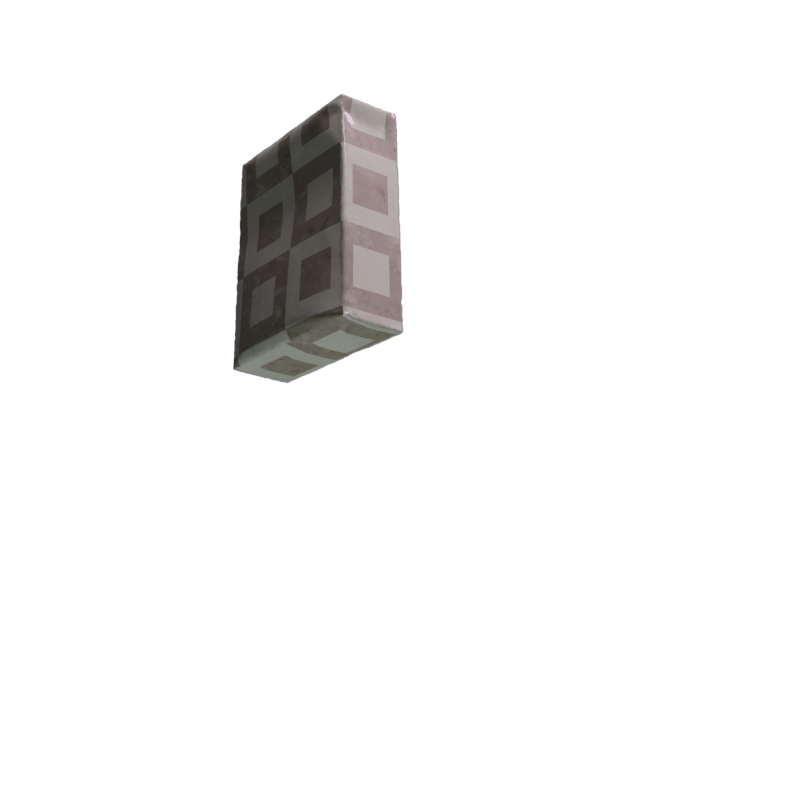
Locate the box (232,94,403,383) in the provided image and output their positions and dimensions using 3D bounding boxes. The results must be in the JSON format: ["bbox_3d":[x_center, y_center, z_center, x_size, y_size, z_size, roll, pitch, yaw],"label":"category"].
[{"bbox_3d":[-0.077,-0.141,0.990,0.068,0.225,0.165,17,-29,-37],"label":"box"}]
